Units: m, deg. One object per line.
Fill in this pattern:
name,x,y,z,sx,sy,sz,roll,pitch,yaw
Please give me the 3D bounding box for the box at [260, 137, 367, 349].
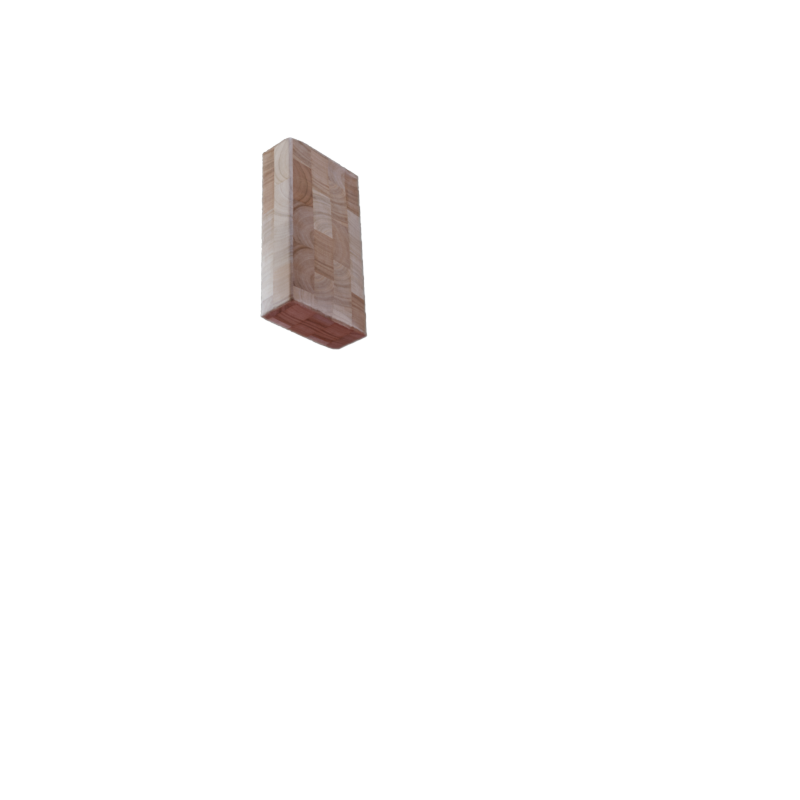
box,-0.077,-0.140,0.981,0.048,0.188,0.087,-28,-38,36
